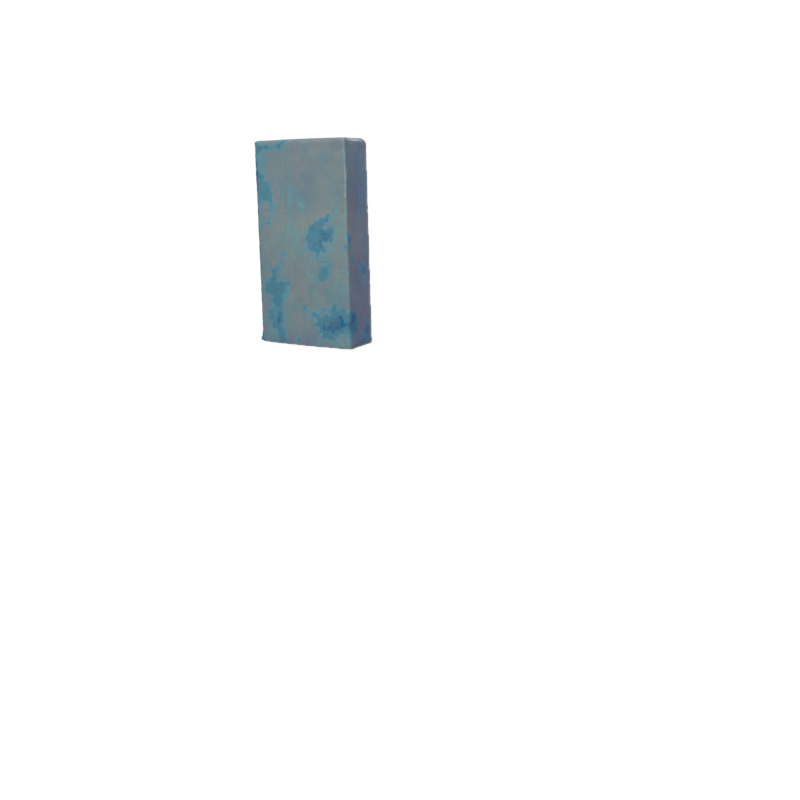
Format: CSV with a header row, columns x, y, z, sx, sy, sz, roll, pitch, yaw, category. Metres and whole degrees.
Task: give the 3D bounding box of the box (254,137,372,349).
x,y,z,sx,sy,sz,roll,pitch,yaw,category
-0.074,-0.136,0.949,0.097,0.175,0.047,3,4,30,box
